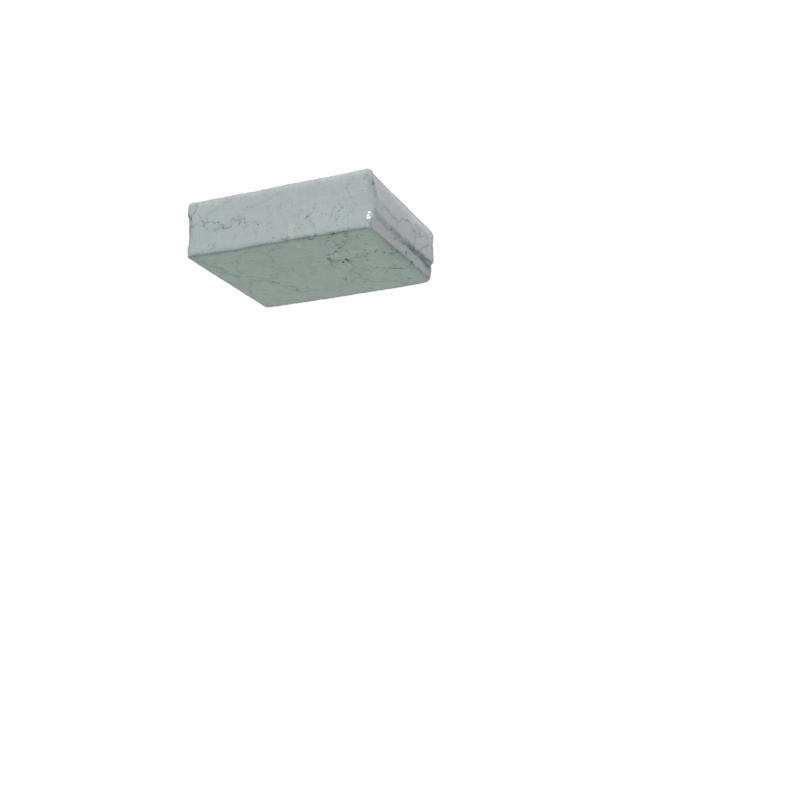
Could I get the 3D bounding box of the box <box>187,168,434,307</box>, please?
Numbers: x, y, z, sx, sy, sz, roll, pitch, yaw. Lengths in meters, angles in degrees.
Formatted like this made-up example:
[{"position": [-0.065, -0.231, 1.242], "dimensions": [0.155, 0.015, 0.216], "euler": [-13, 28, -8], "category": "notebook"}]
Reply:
[{"position": [-0.039, -0.071, 0.495], "dimensions": [0.091, 0.032, 0.068], "euler": [-7, -17, 23], "category": "box"}]
